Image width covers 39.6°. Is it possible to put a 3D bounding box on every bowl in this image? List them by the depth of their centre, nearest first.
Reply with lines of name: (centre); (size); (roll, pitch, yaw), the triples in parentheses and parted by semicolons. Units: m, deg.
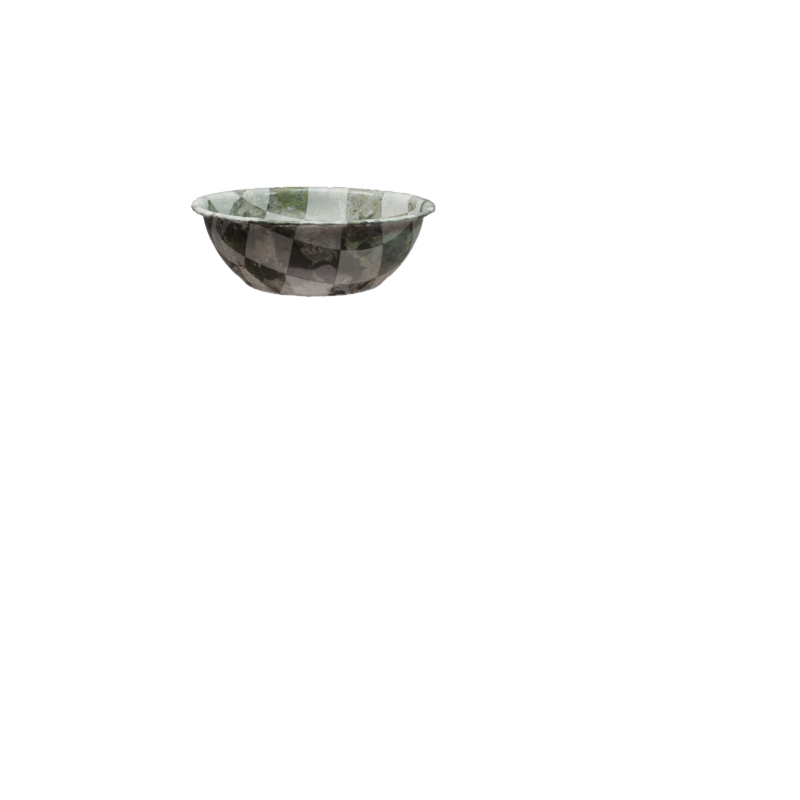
bowl: (-0.058, -0.105, 0.737); (0.162, 0.053, 0.168); (-1, 17, -2)
